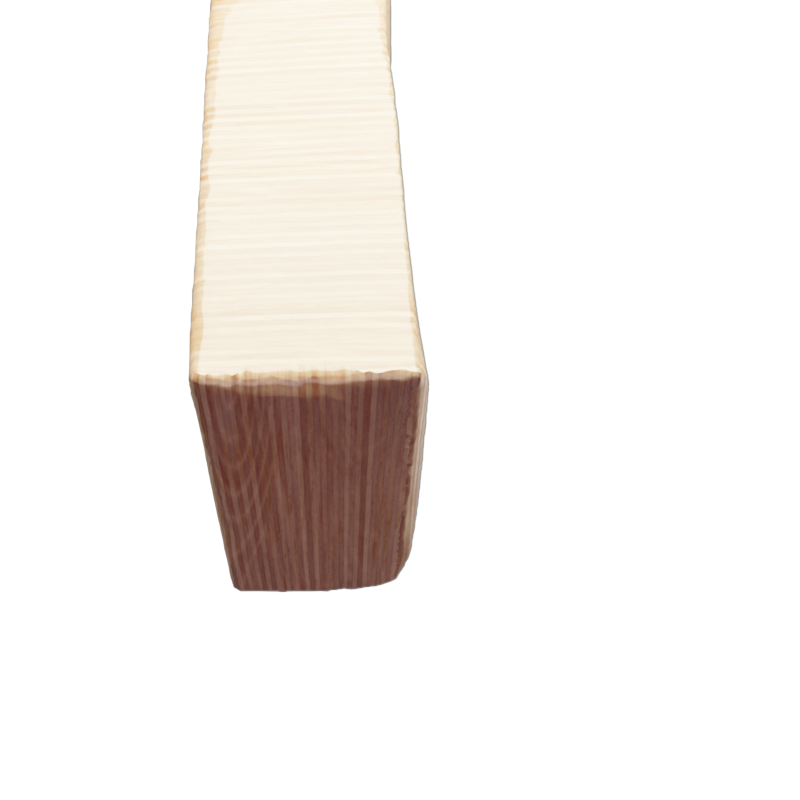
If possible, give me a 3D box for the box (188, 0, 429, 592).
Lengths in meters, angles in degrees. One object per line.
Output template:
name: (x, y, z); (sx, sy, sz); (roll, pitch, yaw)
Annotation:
box: (-0.033, -0.060, 0.418); (0.072, 0.229, 0.153); (-1, -34, -3)
